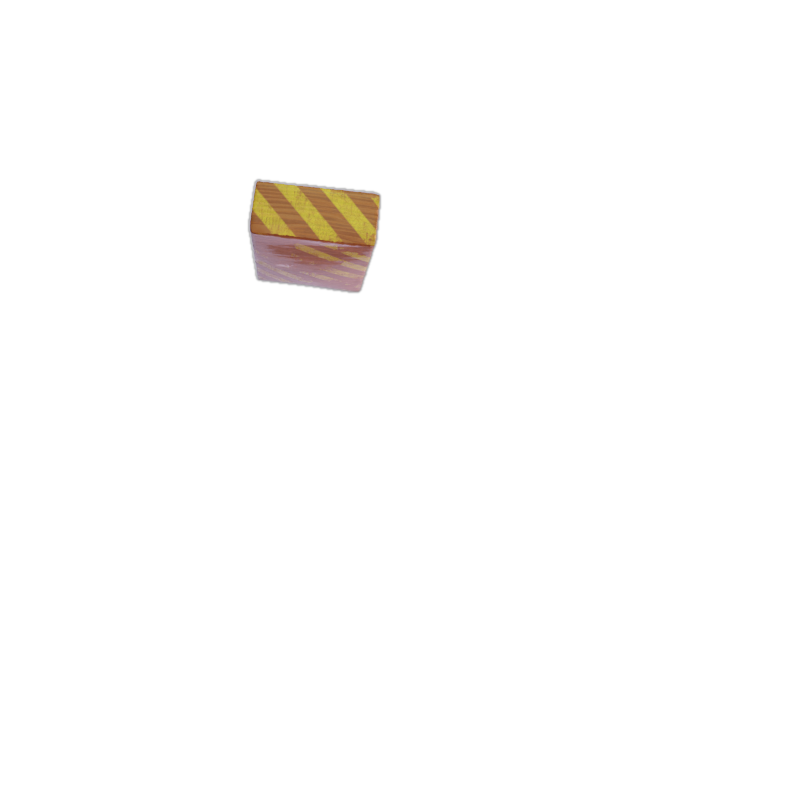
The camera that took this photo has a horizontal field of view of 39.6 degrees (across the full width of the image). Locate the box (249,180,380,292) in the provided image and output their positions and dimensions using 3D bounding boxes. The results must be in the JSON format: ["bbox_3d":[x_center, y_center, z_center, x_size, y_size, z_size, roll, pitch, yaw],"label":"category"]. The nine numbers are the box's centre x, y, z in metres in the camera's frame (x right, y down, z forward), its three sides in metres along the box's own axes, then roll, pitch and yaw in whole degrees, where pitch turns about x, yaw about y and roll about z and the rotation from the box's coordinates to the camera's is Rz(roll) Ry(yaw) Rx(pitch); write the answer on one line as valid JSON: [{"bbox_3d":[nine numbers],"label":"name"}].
[{"bbox_3d":[-0.068,-0.124,0.869,0.093,0.049,0.173,6,-4,-3],"label":"box"}]
